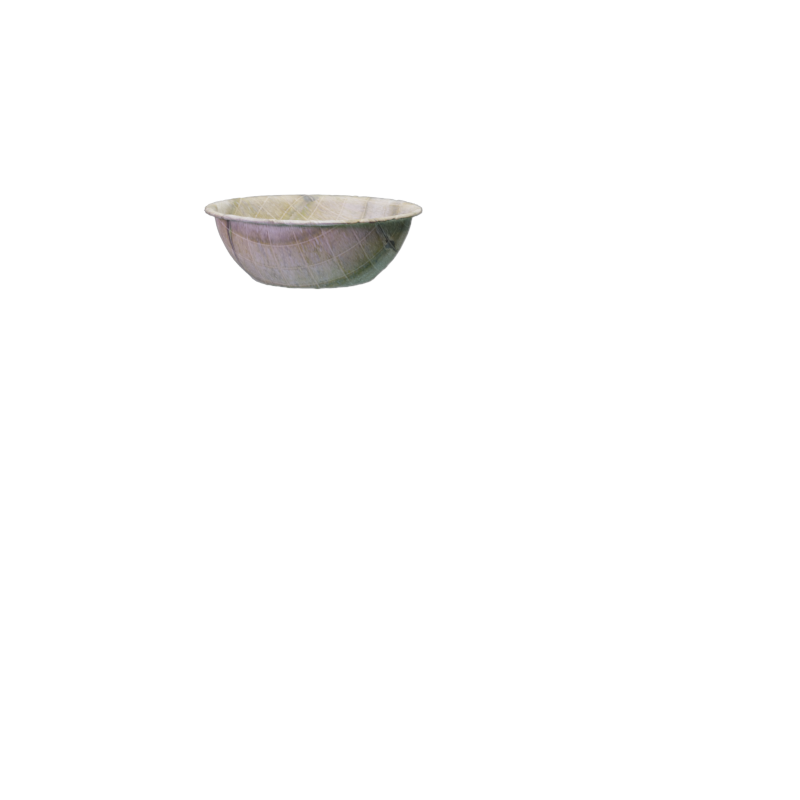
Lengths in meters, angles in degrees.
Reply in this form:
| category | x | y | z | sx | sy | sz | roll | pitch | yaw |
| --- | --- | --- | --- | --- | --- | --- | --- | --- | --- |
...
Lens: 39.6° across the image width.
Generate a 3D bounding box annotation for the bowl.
| category | x | y | z | sx | sy | sz | roll | pitch | yaw |
| --- | --- | --- | --- | --- | --- | --- | --- | --- | --- |
| bowl | -0.065 | -0.118 | 0.824 | 0.162 | 0.053 | 0.167 | 0 | 15 | -2 |
